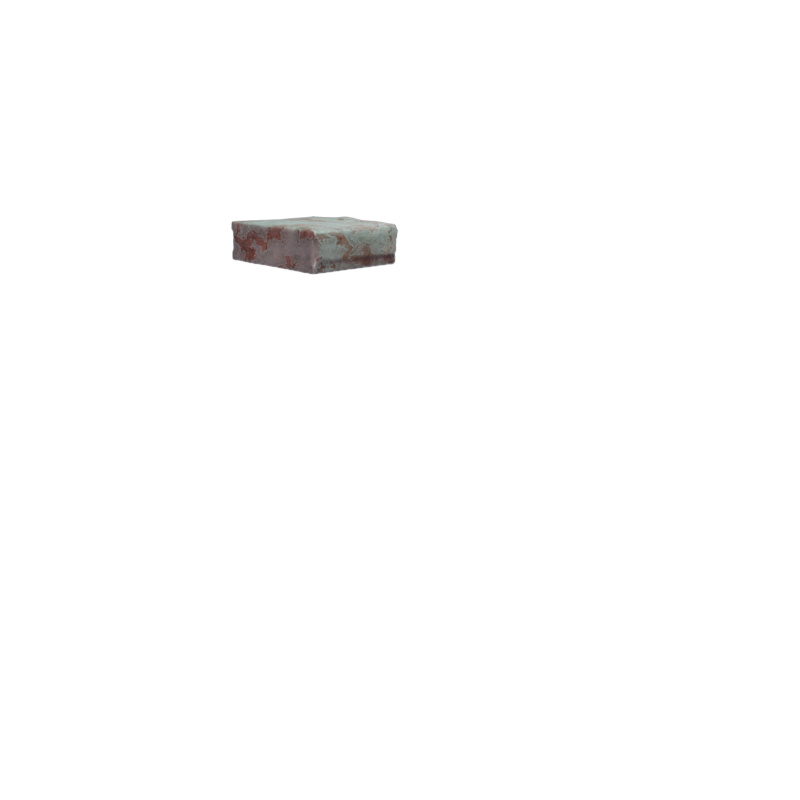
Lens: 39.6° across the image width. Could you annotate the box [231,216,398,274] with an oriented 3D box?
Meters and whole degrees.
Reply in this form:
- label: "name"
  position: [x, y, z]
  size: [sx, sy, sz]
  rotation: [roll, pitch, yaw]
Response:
- label: "box"
  position: [-0.058, -0.106, 0.740]
  size: [0.071, 0.029, 0.094]
  rotation: [-11, 17, -41]
